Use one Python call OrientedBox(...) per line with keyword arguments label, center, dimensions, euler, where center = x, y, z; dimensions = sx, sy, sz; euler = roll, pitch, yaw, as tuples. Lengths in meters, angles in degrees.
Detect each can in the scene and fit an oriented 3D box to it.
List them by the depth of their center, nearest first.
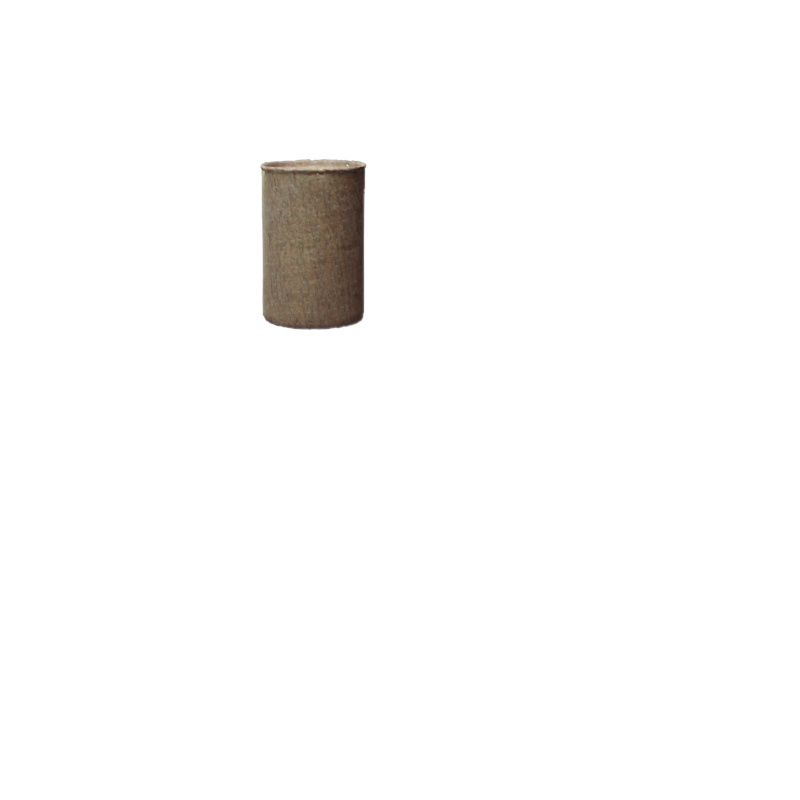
OrientedBox(label="can", center=(-0.056, -0.103, 0.718), dimensions=(0.068, 0.100, 0.070), euler=(0, 12, -2))
